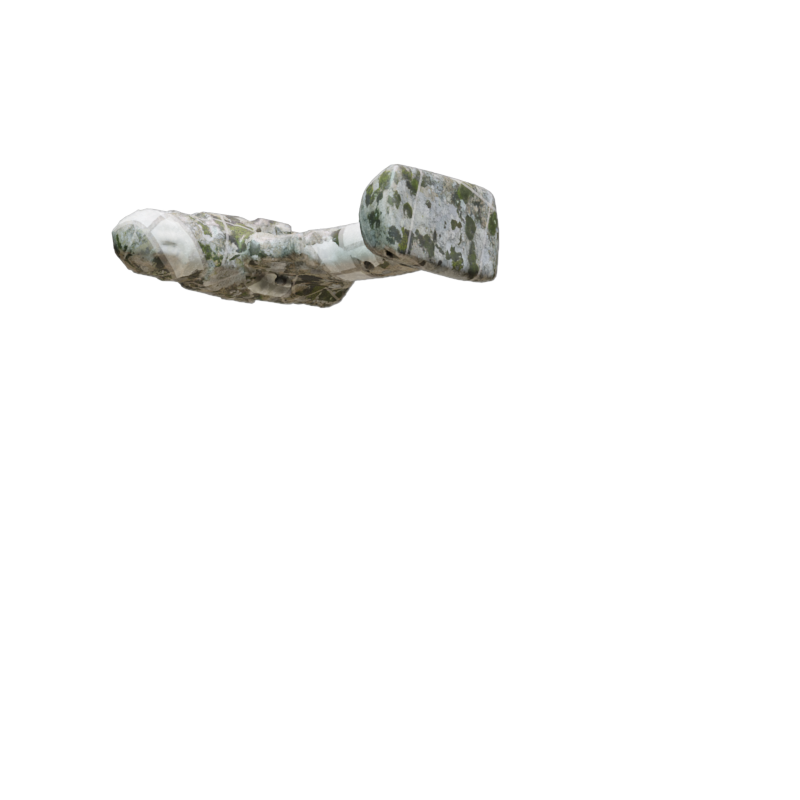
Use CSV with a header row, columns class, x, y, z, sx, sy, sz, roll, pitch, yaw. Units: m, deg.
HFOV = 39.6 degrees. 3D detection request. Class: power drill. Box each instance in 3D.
class,x,y,z,sx,sy,sz,roll,pitch,yaw
power drill,-0.052,-0.094,0.661,0.193,0.058,0.176,-2,-3,43
